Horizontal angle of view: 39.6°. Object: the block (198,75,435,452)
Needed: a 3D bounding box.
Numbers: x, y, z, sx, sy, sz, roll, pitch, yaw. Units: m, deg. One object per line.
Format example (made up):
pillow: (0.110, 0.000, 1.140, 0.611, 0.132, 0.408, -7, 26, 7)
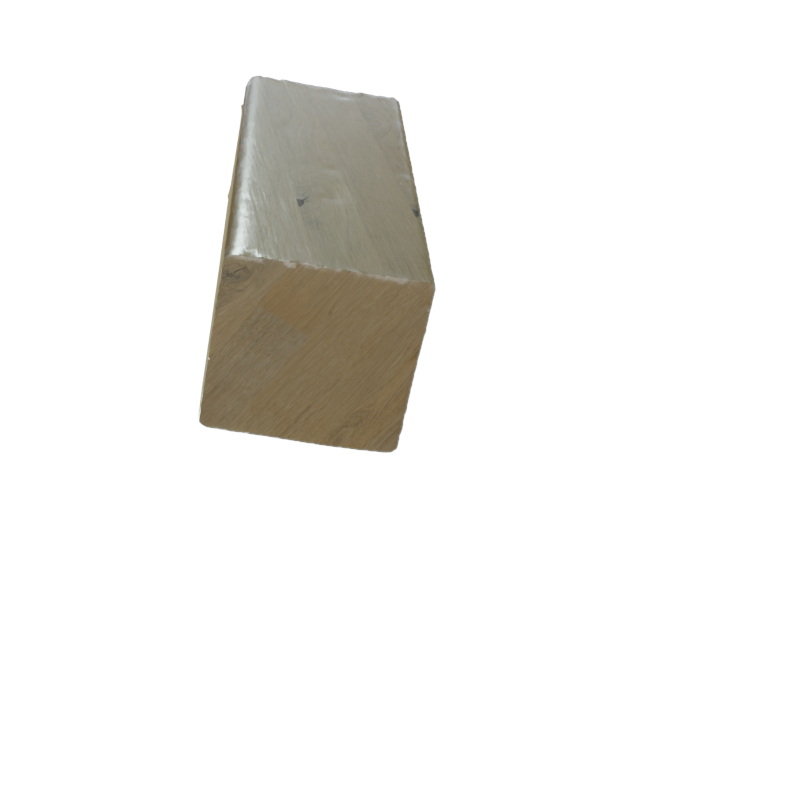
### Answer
block: (-0.044, -0.079, 0.554, 0.089, 0.086, 0.220, 7, 33, -9)
